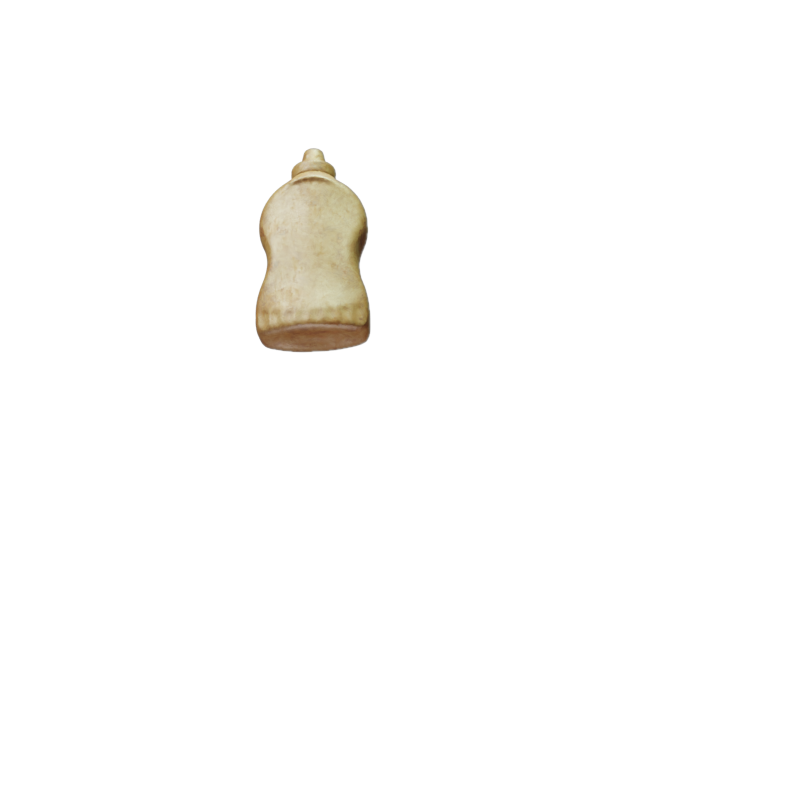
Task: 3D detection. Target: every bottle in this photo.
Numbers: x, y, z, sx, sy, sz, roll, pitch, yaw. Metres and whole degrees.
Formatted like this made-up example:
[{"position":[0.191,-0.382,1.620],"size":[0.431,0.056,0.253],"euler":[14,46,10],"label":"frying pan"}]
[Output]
[{"position":[-0.076,-0.139,0.977],"size":[0.097,0.204,0.054],"euler":[-5,-28,6],"label":"bottle"}]
